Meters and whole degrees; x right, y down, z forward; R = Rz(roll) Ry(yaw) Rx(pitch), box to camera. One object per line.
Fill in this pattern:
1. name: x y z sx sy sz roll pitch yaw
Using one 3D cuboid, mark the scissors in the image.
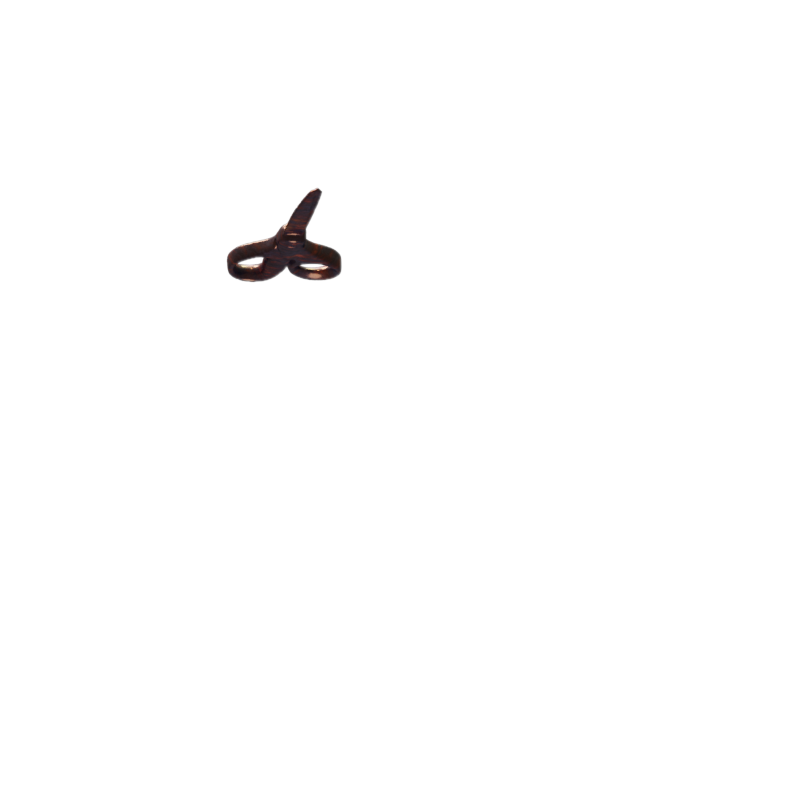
1. scissors: -0.062 -0.113 0.792 0.093 0.016 0.203 5 -10 -28
